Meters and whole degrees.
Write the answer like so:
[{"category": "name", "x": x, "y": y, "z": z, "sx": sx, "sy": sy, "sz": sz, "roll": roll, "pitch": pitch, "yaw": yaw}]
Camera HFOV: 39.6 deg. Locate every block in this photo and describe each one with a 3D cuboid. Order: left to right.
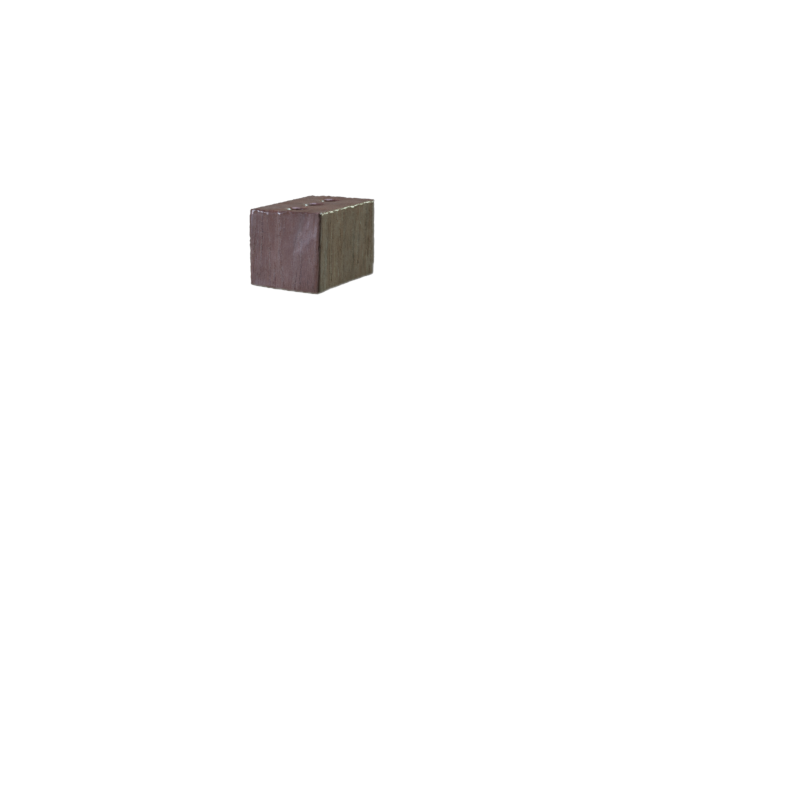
[{"category": "block", "x": -0.057, "y": -0.103, "z": 0.723, "sx": 0.055, "sy": 0.050, "sz": 0.077, "roll": 7, "pitch": 17, "yaw": 25}]
